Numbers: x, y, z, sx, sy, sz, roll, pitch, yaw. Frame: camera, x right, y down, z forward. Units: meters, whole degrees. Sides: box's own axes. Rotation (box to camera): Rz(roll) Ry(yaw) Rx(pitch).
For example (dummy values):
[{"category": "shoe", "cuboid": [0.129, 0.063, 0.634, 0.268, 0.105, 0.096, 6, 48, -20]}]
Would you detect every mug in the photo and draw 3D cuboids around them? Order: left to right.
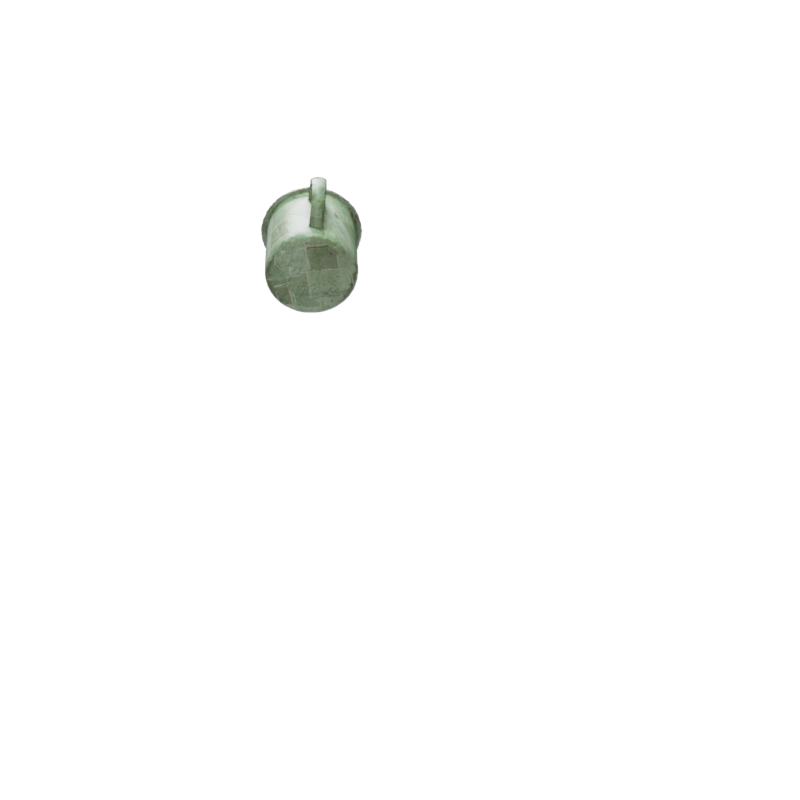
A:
[{"category": "mug", "cuboid": [-0.077, -0.141, 0.988, 0.092, 0.111, 0.087, 7, 32, -7]}]
